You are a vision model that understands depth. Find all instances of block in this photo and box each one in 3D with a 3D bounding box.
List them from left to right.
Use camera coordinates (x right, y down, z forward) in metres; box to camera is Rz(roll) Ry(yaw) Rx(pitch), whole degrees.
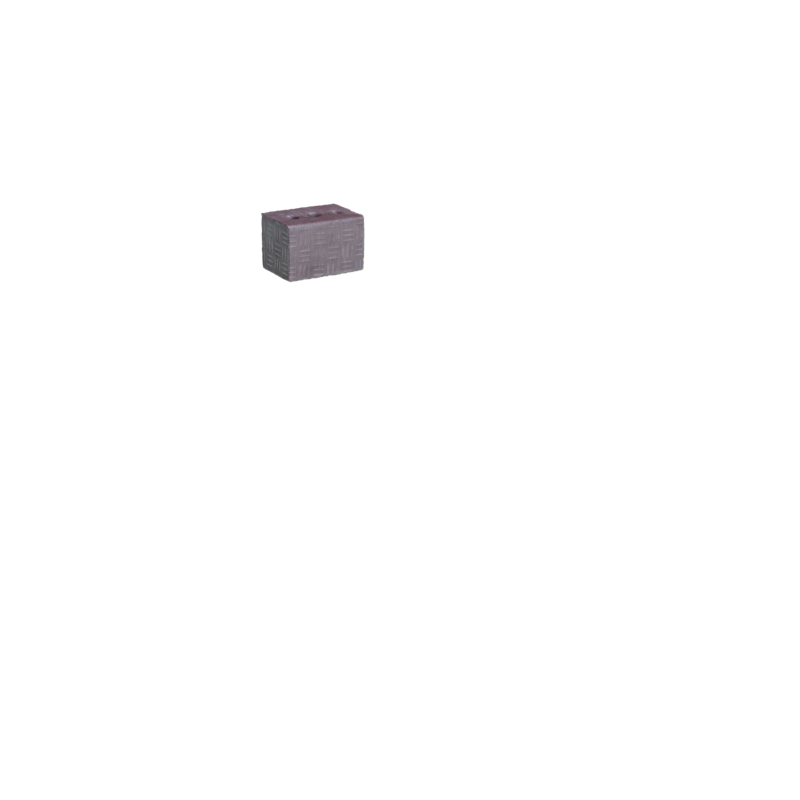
[{"bbox_3d":[-0.076,-0.139,0.975,0.076,0.049,0.056,-12,23,-30],"label":"block"}]
